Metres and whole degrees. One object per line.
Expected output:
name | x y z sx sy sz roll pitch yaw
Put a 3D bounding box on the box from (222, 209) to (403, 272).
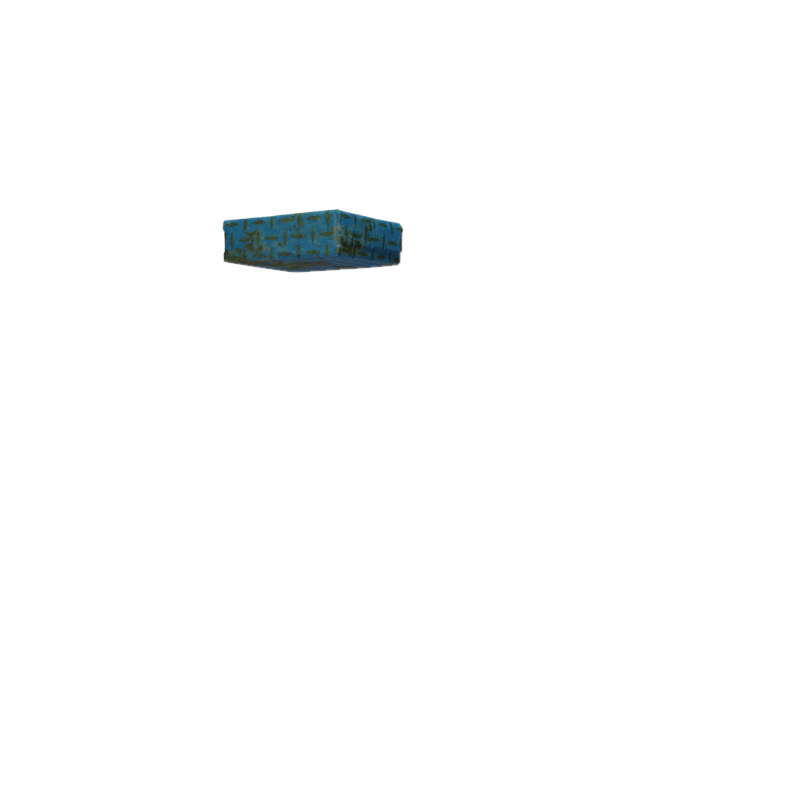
box | -0.054 -0.099 0.693 0.092 0.030 0.070 0 0 33
